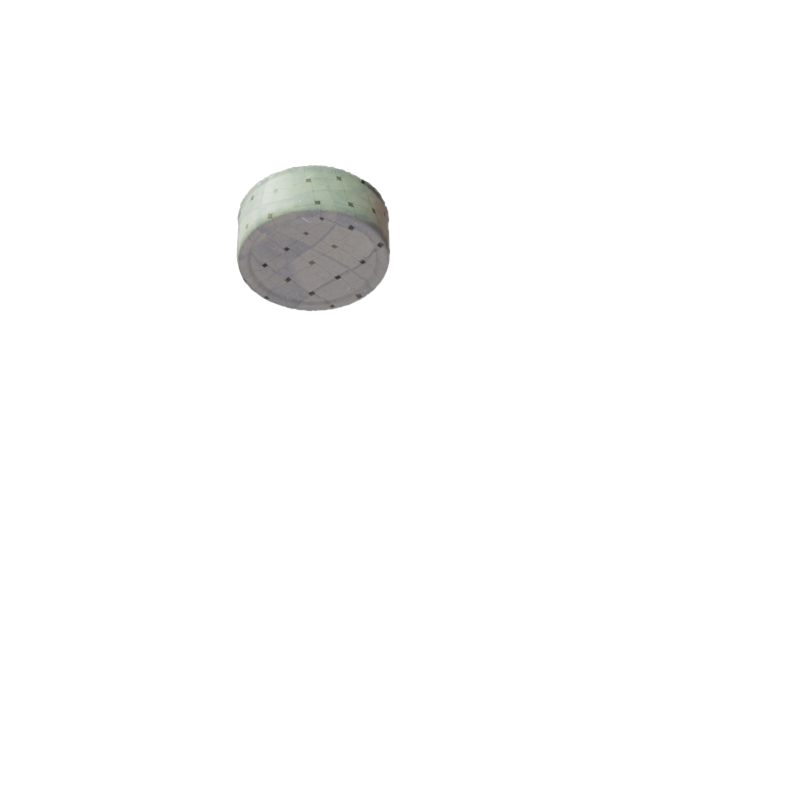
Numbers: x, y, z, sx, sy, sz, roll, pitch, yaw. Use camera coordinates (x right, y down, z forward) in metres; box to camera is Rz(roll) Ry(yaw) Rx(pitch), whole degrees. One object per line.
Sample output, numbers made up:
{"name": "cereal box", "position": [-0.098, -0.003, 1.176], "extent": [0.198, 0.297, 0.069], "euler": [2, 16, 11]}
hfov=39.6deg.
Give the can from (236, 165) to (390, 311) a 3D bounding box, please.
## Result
{"name": "can", "position": [-0.048, -0.088, 0.618], "extent": [0.086, 0.036, 0.080], "euler": [1, -39, -2]}
